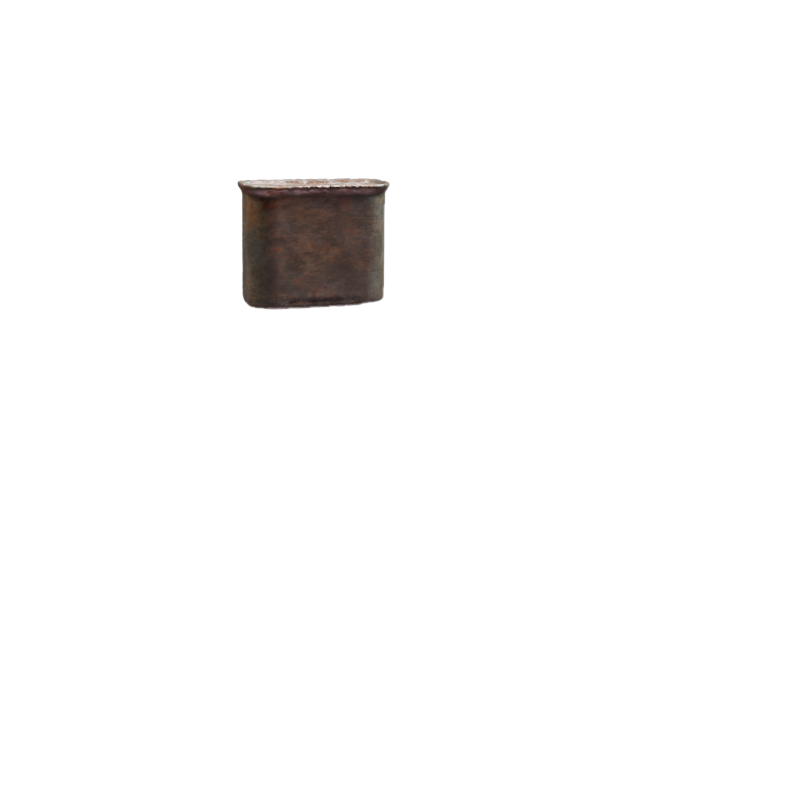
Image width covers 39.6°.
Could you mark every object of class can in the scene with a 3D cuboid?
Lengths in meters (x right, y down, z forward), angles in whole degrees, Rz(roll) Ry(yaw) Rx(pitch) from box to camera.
[{"bbox_3d":[-0.060,-0.109,0.766,0.100,0.082,0.060,-3,11,-16],"label":"can"}]
